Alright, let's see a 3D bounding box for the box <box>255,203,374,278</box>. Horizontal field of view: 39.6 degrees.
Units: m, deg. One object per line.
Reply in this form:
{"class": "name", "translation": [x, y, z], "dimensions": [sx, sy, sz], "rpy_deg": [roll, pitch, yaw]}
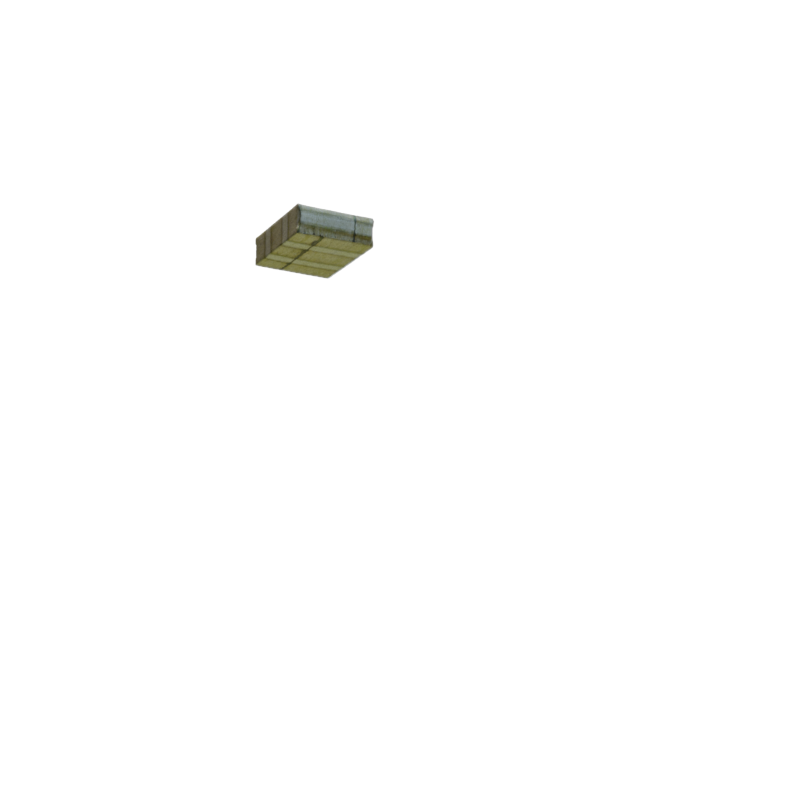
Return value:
{"class": "box", "translation": [-0.075, -0.136, 0.955], "dimensions": [0.070, 0.032, 0.089], "rpy_deg": [8, -18, -27]}
